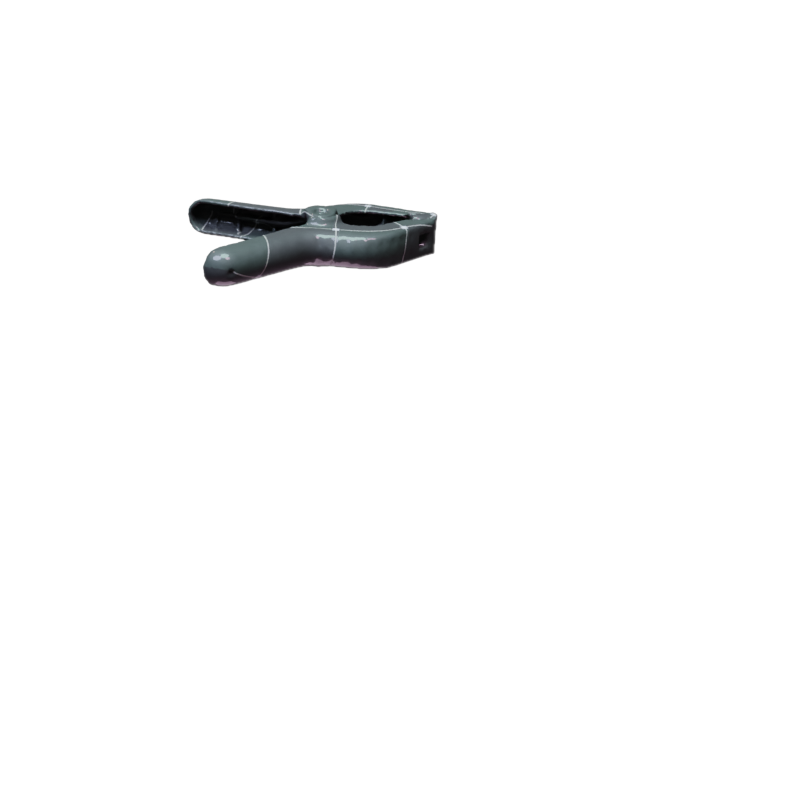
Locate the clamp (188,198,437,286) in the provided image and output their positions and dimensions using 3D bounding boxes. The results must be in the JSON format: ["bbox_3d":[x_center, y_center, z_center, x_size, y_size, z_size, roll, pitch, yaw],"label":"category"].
[{"bbox_3d":[-0.057,-0.105,0.734,0.171,0.037,0.128,-2,32,-3],"label":"clamp"}]
